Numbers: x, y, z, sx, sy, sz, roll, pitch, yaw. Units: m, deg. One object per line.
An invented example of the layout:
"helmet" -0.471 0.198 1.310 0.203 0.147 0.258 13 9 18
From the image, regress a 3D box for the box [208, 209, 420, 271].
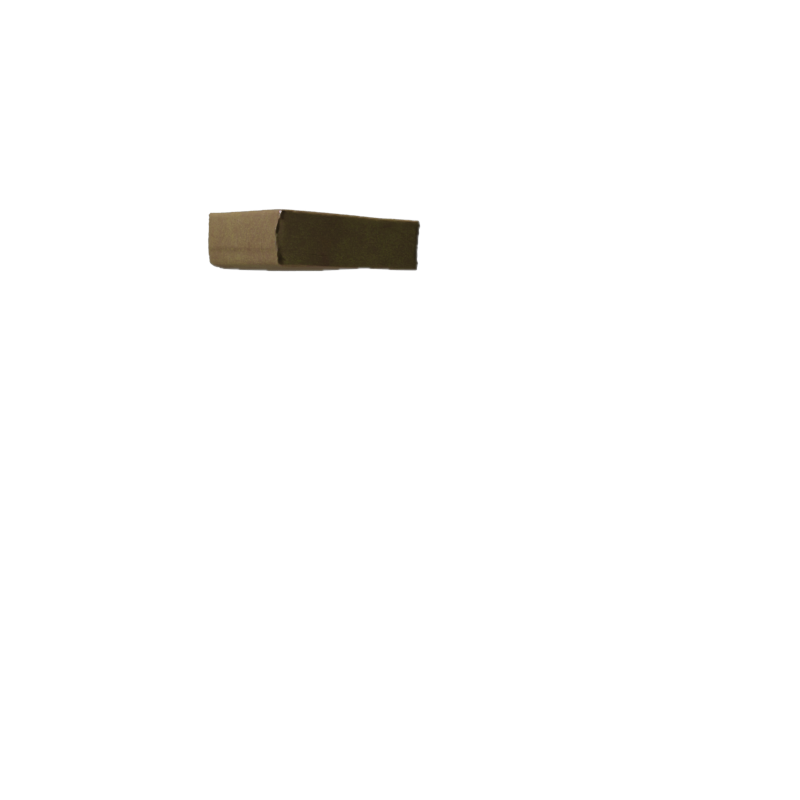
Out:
"box" -0.057 -0.105 0.732 0.109 0.039 0.093 -4 7 -37
